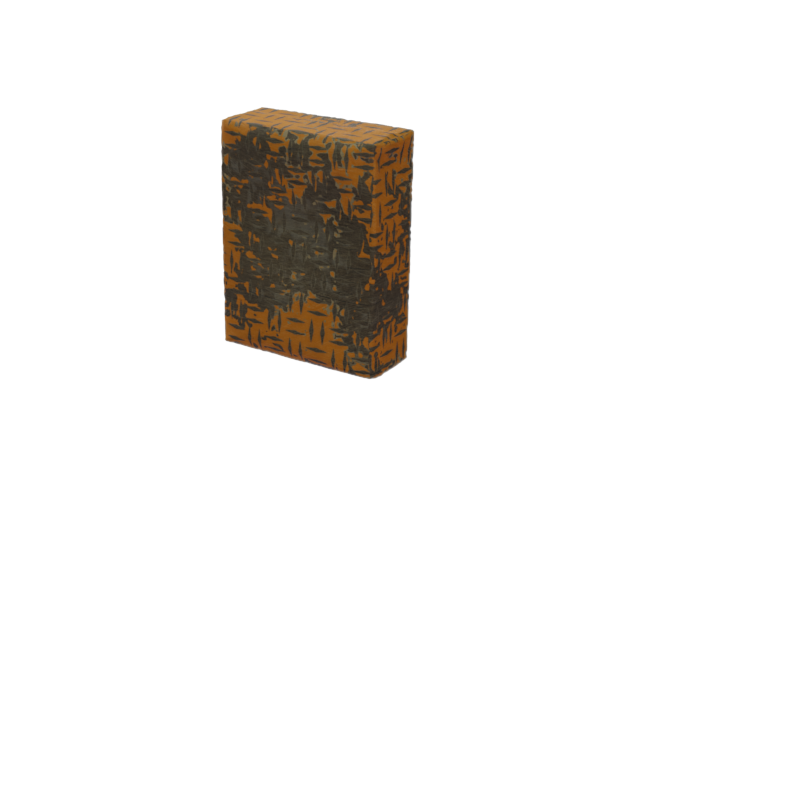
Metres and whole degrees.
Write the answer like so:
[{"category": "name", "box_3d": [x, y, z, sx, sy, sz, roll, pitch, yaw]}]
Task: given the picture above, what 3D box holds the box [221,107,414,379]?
[{"category": "box", "box_3d": [-0.077, -0.140, 0.983, 0.172, 0.204, 0.072, 15, 24, 30]}]
